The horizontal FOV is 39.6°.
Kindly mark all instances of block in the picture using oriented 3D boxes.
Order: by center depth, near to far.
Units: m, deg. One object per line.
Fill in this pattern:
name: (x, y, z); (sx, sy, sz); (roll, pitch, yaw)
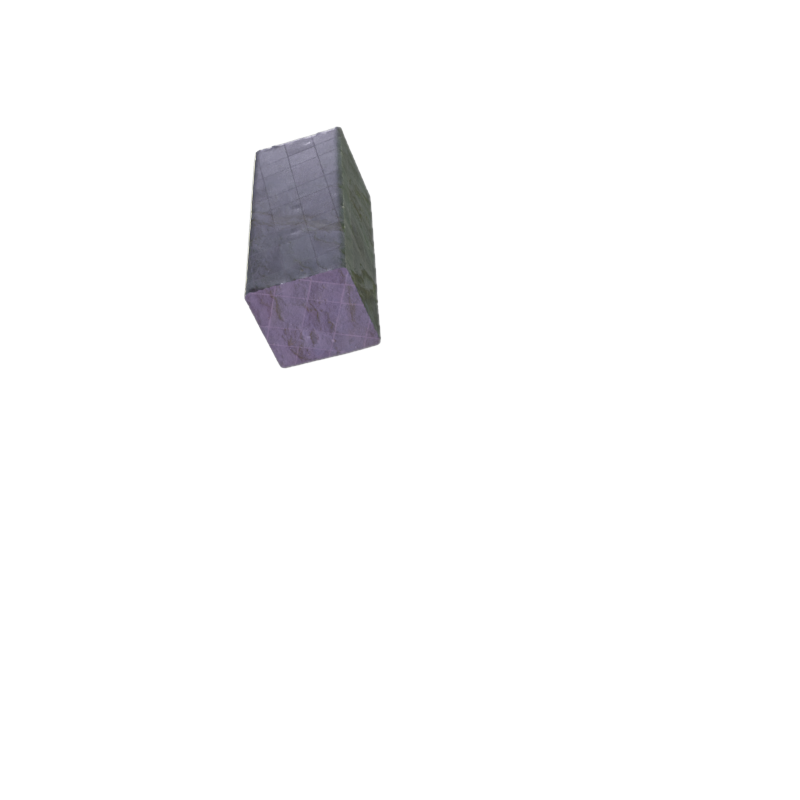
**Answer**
block: (-0.077, -0.139, 0.975); (0.091, 0.084, 0.221); (-15, 42, 10)
